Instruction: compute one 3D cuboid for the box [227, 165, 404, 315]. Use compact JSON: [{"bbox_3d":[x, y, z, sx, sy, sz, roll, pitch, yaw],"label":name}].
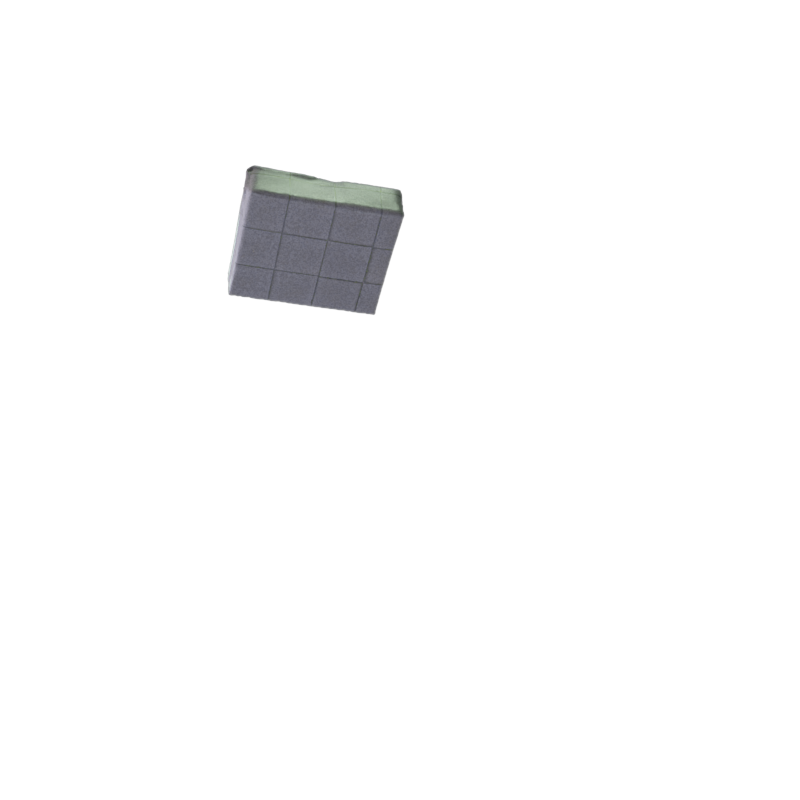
[{"bbox_3d":[-0.049,-0.090,0.628,0.088,0.069,0.032,9,39,-8],"label":"box"}]
